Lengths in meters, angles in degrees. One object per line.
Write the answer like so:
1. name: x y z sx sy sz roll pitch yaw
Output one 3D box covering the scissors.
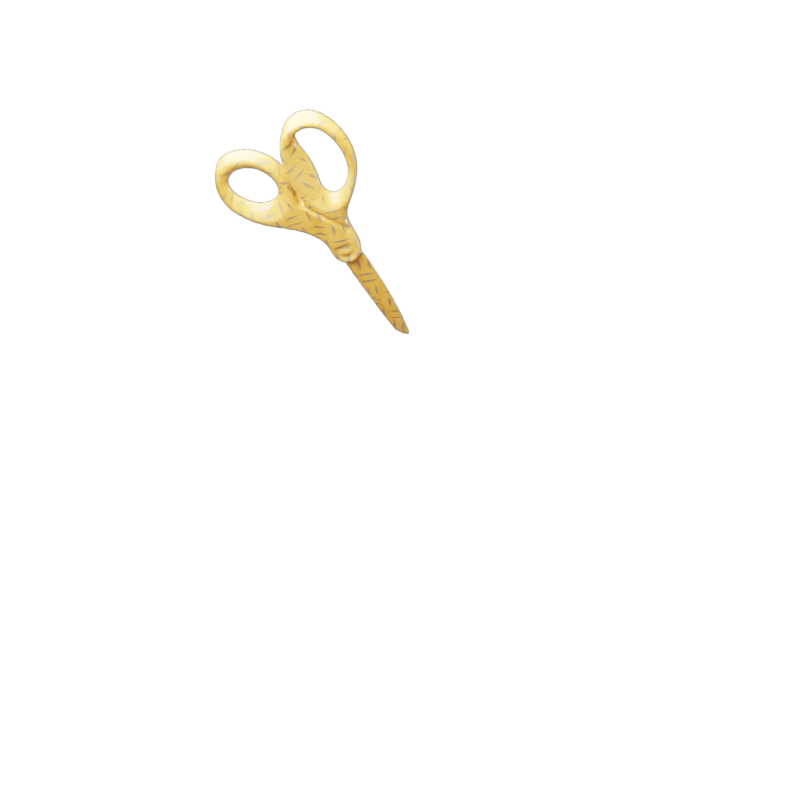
1. scissors: -0.056 -0.102 0.713 0.097 0.017 0.186 -6 -42 7
